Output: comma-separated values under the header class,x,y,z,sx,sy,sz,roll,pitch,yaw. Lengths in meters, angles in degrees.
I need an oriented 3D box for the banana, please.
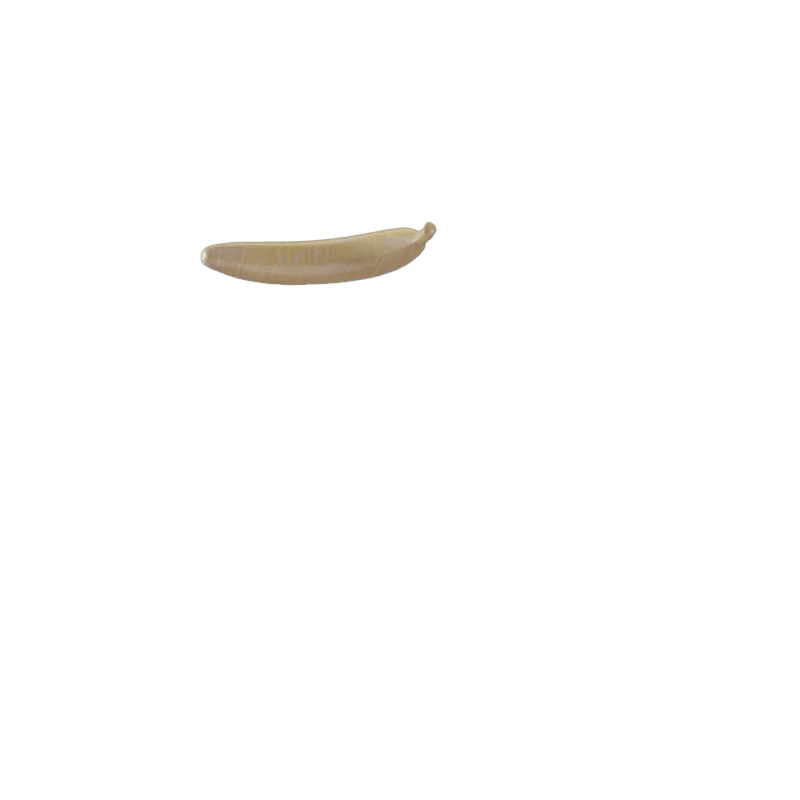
class,x,y,z,sx,sy,sz,roll,pitch,yaw
banana,-0.064,-0.122,0.922,0.200,0.039,0.064,-6,-28,12
